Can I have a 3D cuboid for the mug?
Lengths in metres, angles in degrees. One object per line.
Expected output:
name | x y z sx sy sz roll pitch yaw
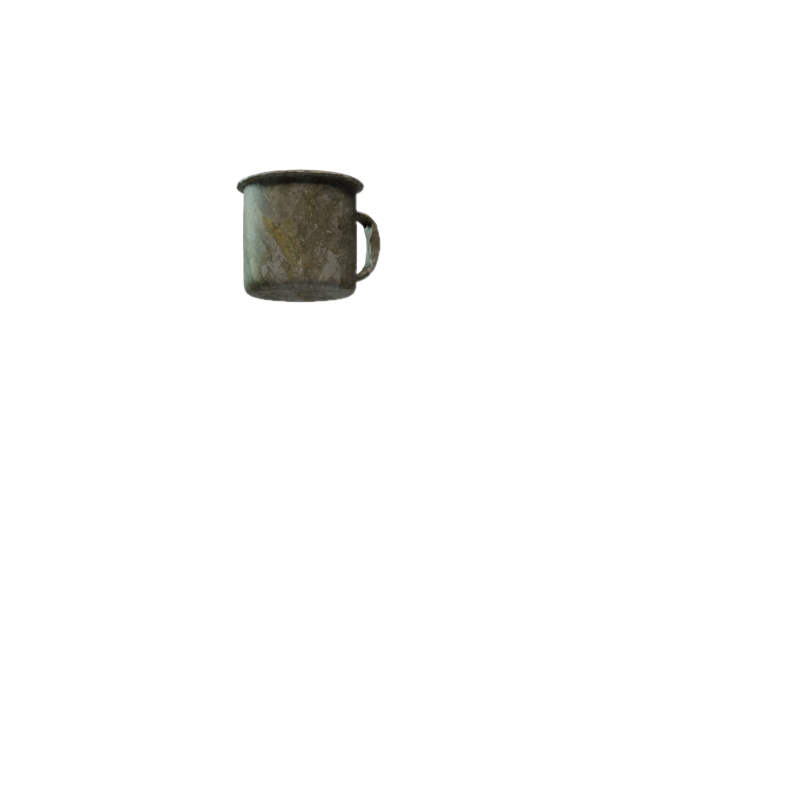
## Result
mug | -0.063 -0.115 0.808 0.112 0.083 0.096 5 -8 -39
